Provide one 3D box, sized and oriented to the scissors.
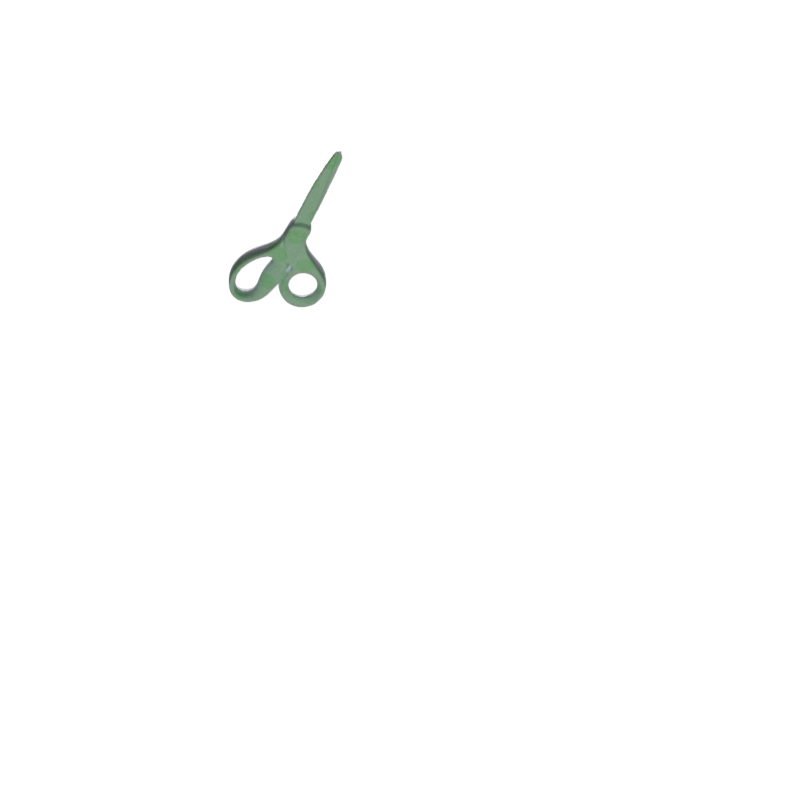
[{"bbox_3d":[-0.075,-0.138,0.964,0.091,0.017,0.199,25,-43,-30],"label":"scissors"}]
